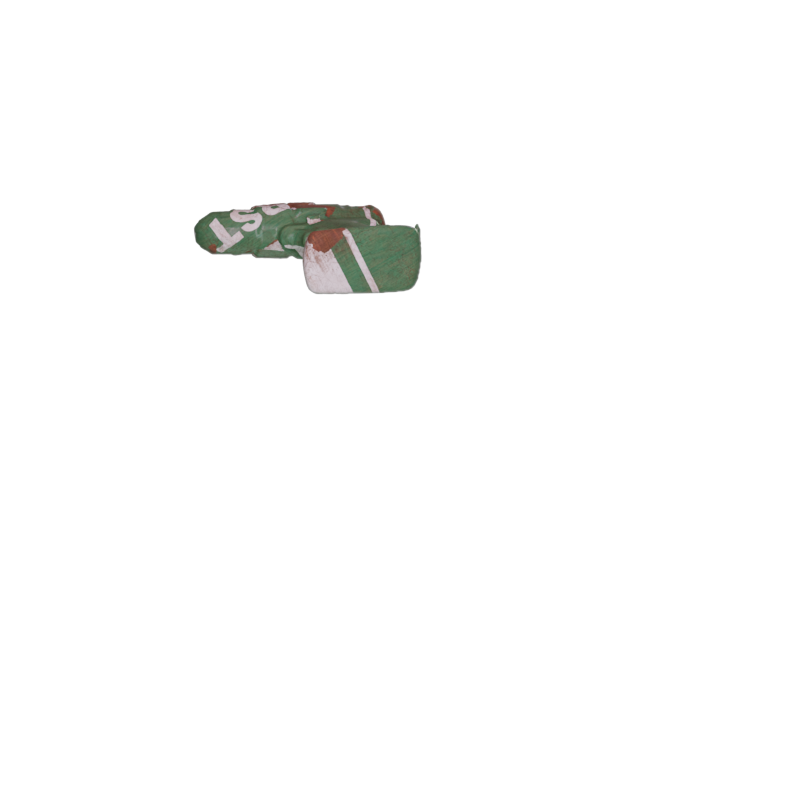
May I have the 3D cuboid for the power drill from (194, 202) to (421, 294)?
[{"bbox_3d":[-0.077,-0.141,0.984,0.181,0.055,0.198,-7,20,-19],"label":"power drill"}]
